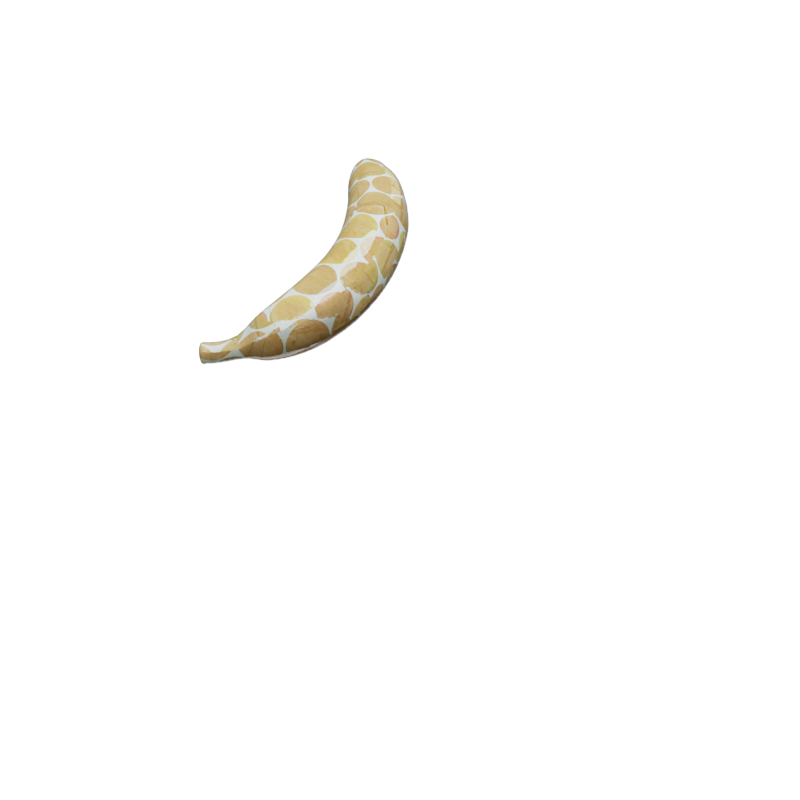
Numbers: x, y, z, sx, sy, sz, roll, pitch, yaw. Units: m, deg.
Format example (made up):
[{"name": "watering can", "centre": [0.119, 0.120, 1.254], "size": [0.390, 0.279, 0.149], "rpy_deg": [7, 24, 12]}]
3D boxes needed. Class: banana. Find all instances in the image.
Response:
[{"name": "banana", "centre": [-0.034, -0.082, 0.624], "size": [0.072, 0.034, 0.204], "rpy_deg": [17, 45, 18]}]
